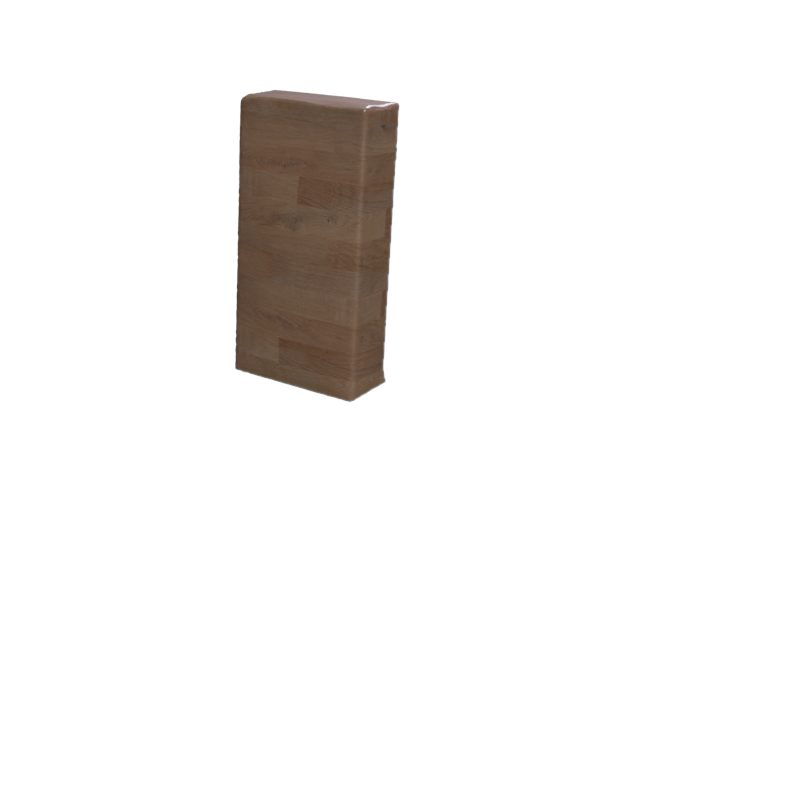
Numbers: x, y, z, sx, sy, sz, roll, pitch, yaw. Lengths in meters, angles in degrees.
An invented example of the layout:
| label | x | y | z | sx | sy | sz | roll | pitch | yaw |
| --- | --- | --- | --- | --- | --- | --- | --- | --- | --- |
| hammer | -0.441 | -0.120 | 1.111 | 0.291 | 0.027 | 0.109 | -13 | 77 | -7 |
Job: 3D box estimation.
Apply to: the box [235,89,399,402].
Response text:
| label | x | y | z | sx | sy | sz | roll | pitch | yaw |
| --- | --- | --- | --- | --- | --- | --- | --- | --- | --- |
| box | -0.053 | -0.096 | 0.675 | 0.098 | 0.170 | 0.047 | 12 | 19 | 32 |
